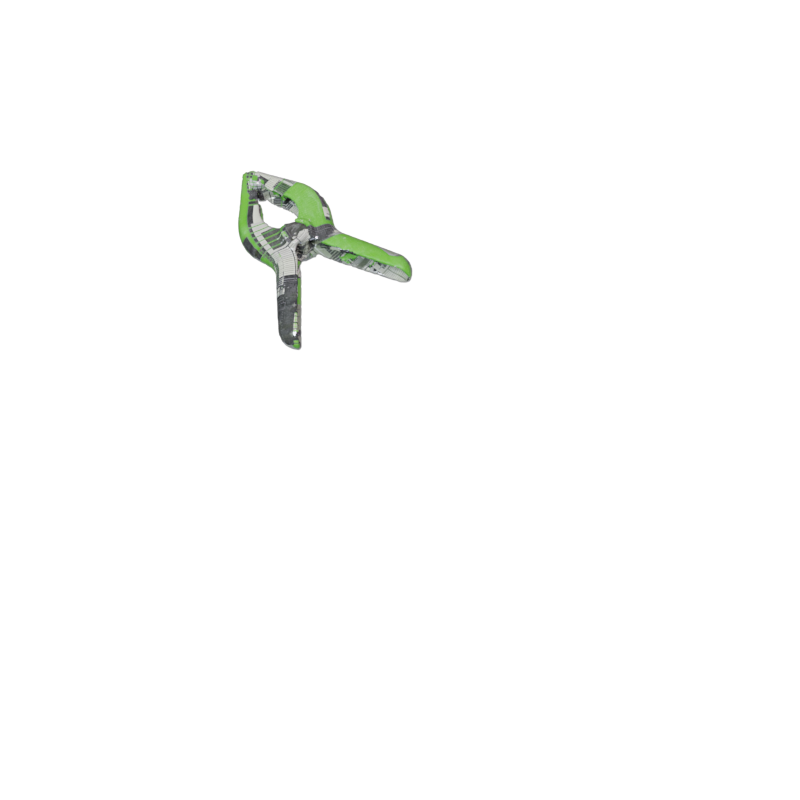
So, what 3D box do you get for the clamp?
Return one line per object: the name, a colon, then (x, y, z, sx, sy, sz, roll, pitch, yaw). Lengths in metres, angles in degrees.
clamp: (-0.072, -0.131, 0.919, 0.119, 0.184, 0.037, -22, -29, -13)
